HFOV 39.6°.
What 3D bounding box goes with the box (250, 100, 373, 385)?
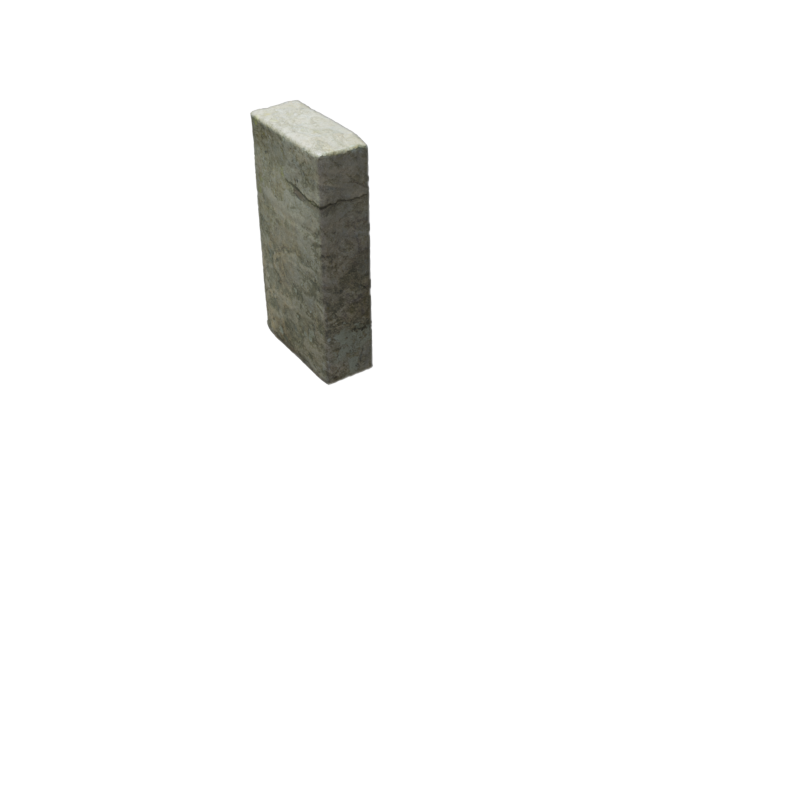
[{"bbox_3d":[-0.060,-0.110,0.768,0.047,0.166,0.101,-17,36,-29],"label":"box"}]
